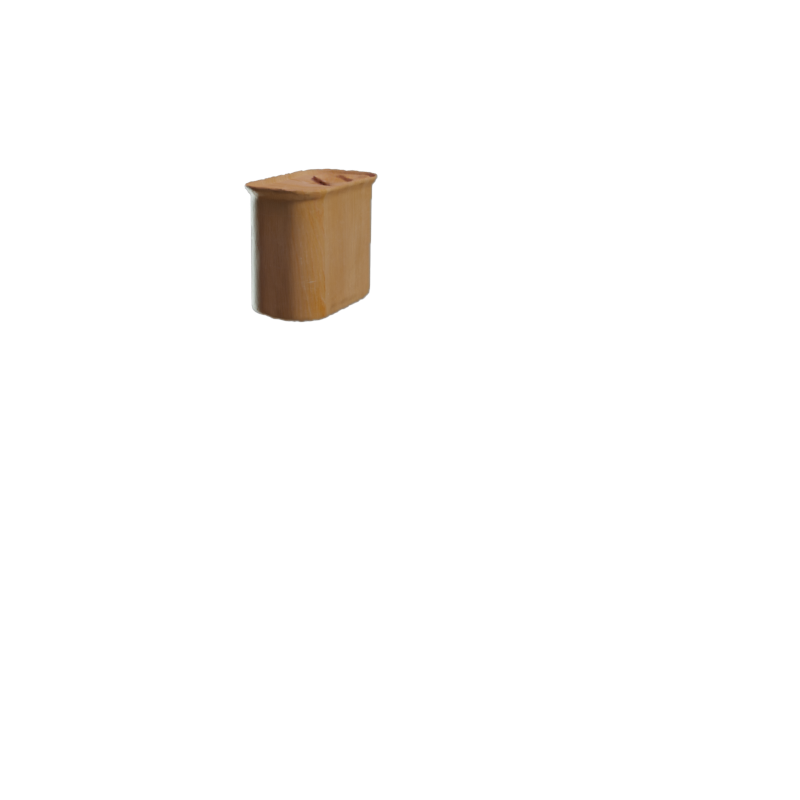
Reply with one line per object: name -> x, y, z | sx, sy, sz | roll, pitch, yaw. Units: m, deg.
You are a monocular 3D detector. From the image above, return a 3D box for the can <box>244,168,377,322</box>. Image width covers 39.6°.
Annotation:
can -> -0.057, -0.103, 0.723 | 0.060, 0.081, 0.101 | 7, 17, 24
